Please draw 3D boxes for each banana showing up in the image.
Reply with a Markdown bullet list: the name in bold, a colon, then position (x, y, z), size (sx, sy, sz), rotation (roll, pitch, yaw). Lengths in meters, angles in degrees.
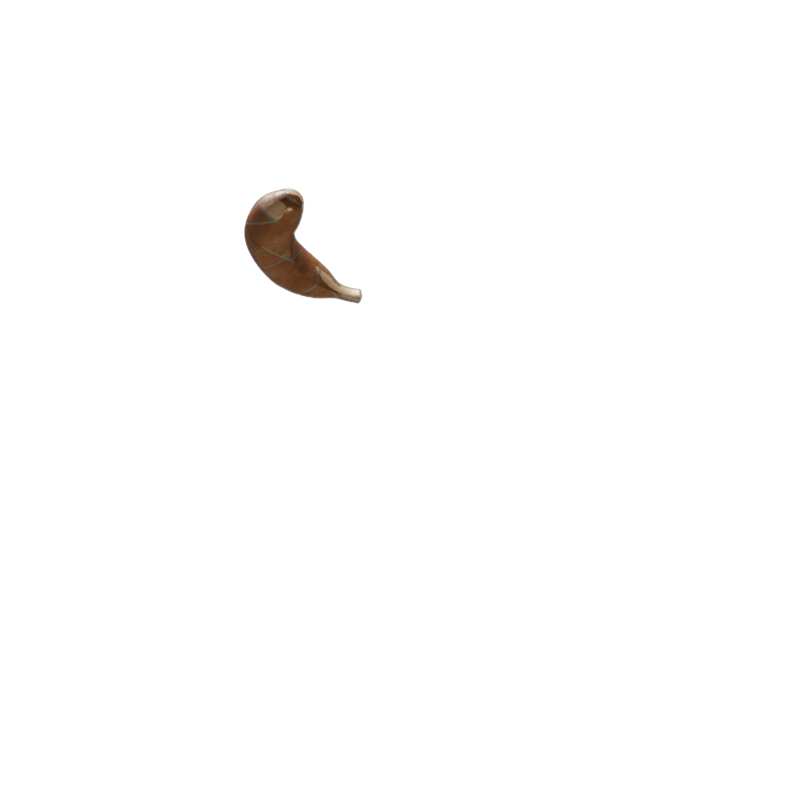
- **banana**: position (-0.083, -0.118, 0.847), size (0.070, 0.038, 0.187), rotation (-4, -15, 12)
